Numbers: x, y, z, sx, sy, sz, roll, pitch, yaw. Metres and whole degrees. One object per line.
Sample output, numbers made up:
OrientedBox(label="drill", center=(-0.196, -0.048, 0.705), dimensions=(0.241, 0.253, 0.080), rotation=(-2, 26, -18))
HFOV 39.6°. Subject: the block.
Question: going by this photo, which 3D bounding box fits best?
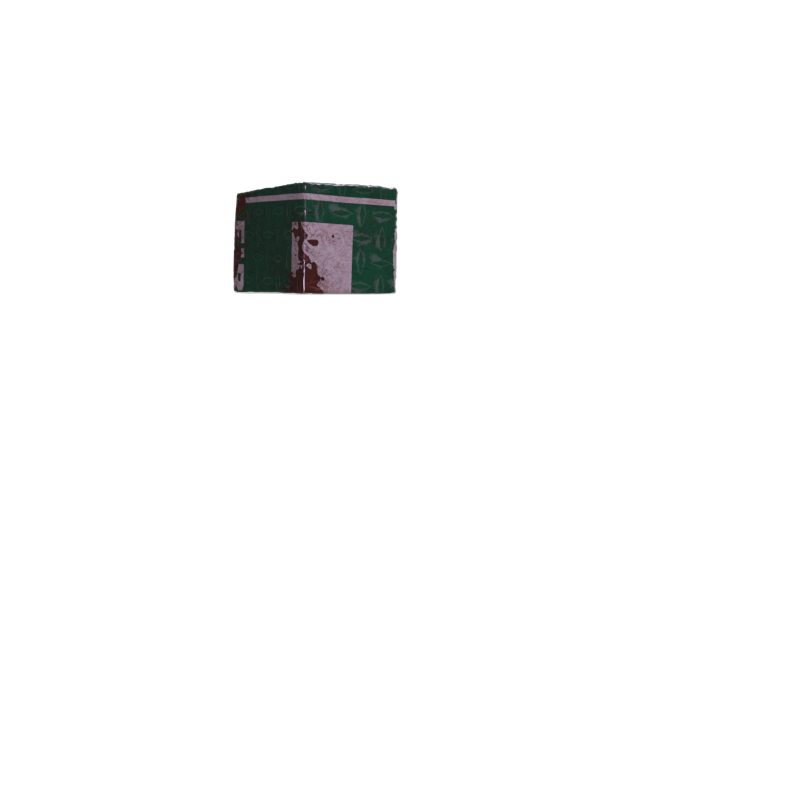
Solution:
OrientedBox(label="block", center=(-0.043, -0.078, 0.544), dimensions=(0.051, 0.051, 0.081), rotation=(-1, 4, -31))
